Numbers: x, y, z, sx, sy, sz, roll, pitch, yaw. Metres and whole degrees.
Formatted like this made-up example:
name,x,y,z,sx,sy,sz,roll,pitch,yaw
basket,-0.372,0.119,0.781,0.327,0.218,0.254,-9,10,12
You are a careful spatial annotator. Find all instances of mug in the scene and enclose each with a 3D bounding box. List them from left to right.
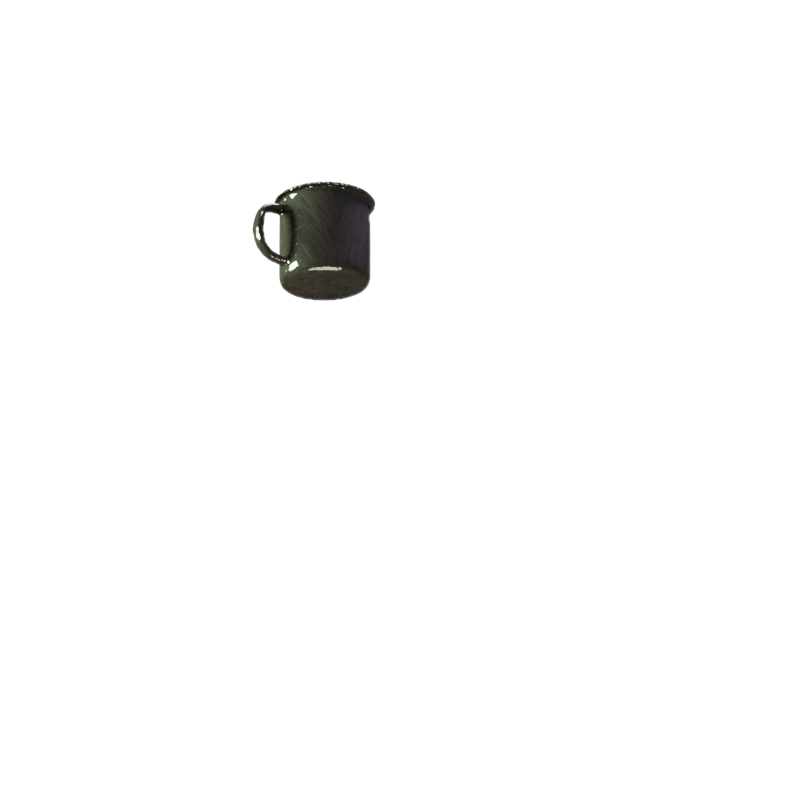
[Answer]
name,x,y,z,sx,sy,sz,roll,pitch,yaw
mug,-0.078,-0.142,0.998,0.112,0.086,0.093,11,-23,-31
